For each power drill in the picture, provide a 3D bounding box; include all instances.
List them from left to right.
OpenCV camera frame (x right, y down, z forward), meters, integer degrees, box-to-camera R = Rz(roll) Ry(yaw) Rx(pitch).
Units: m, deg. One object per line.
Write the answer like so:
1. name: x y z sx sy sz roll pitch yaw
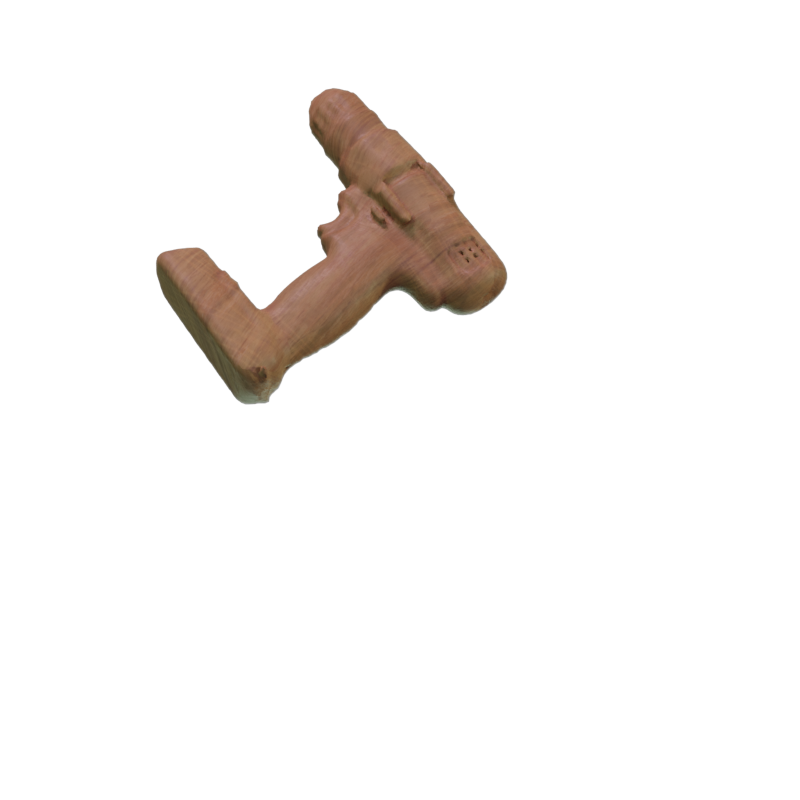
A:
1. power drill: -0.054 -0.099 0.693 0.188 0.196 0.054 -31 -24 -16
